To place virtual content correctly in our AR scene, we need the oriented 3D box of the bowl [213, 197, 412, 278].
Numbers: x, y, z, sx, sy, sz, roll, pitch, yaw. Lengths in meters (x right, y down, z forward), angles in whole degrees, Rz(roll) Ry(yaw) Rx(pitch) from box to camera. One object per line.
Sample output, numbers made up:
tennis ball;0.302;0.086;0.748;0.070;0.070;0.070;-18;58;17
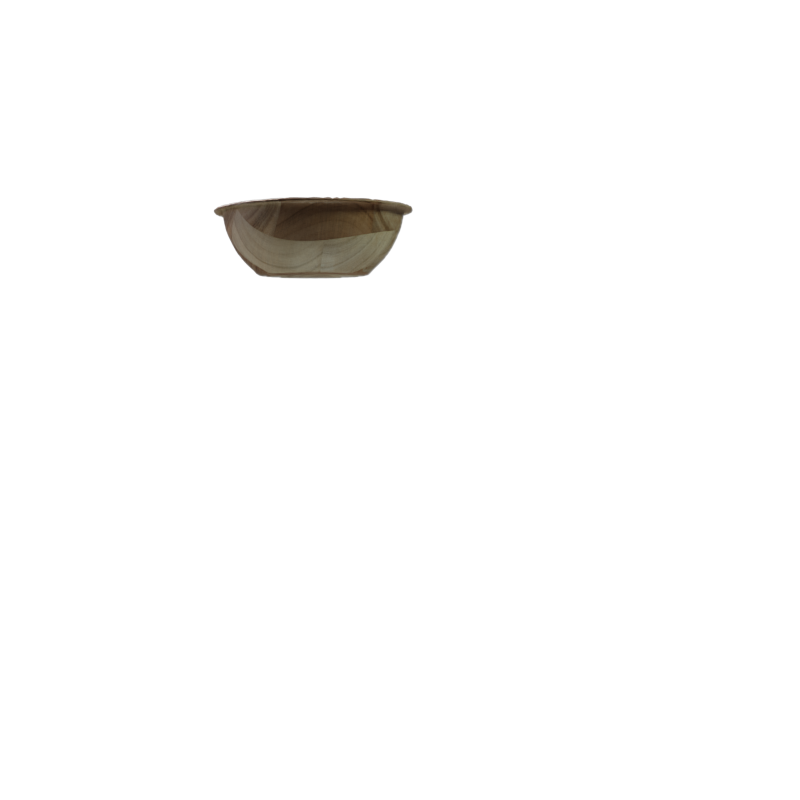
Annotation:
bowl;-0.070;-0.129;0.900;0.162;0.055;0.162;0;2;-2
